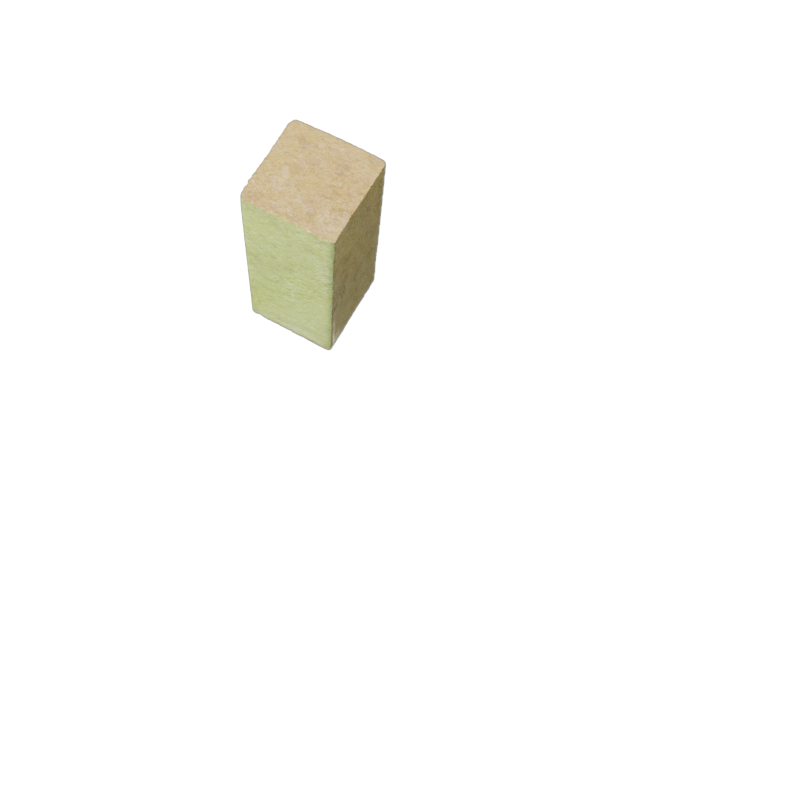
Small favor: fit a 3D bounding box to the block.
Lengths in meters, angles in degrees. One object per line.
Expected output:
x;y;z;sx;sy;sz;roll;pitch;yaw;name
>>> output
-0.076;-0.139;0.971;0.092;0.093;0.195;27;-22;8;block
